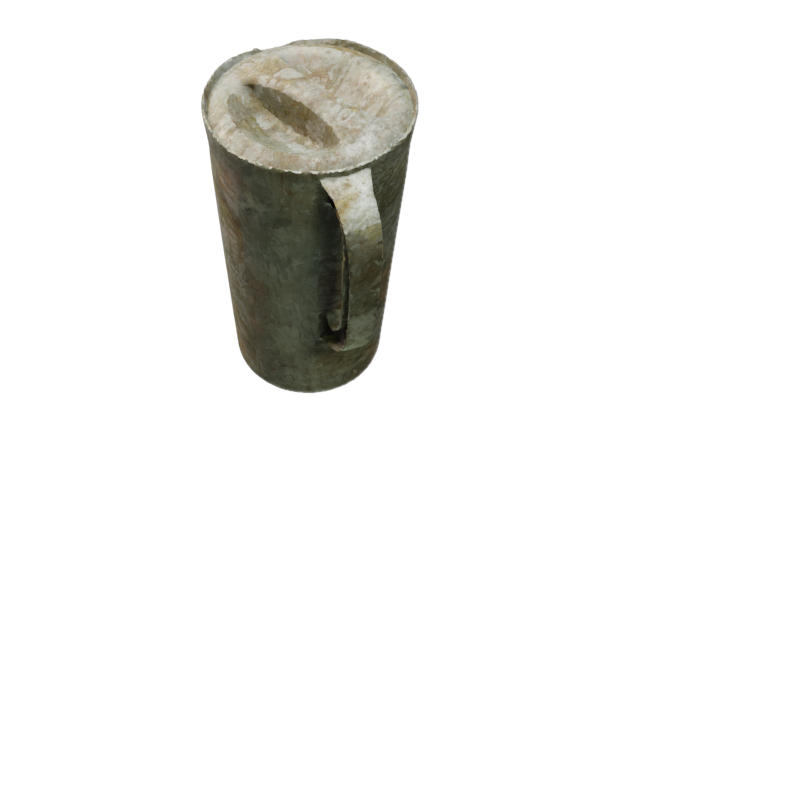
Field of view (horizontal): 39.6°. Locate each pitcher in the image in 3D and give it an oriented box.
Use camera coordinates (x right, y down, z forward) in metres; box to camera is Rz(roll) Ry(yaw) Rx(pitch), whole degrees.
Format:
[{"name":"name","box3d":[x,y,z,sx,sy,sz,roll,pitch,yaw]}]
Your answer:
[{"name":"pitcher","box3d":[-0.059,-0.107,0.752,0.149,0.155,0.226,20,-38,13]}]
